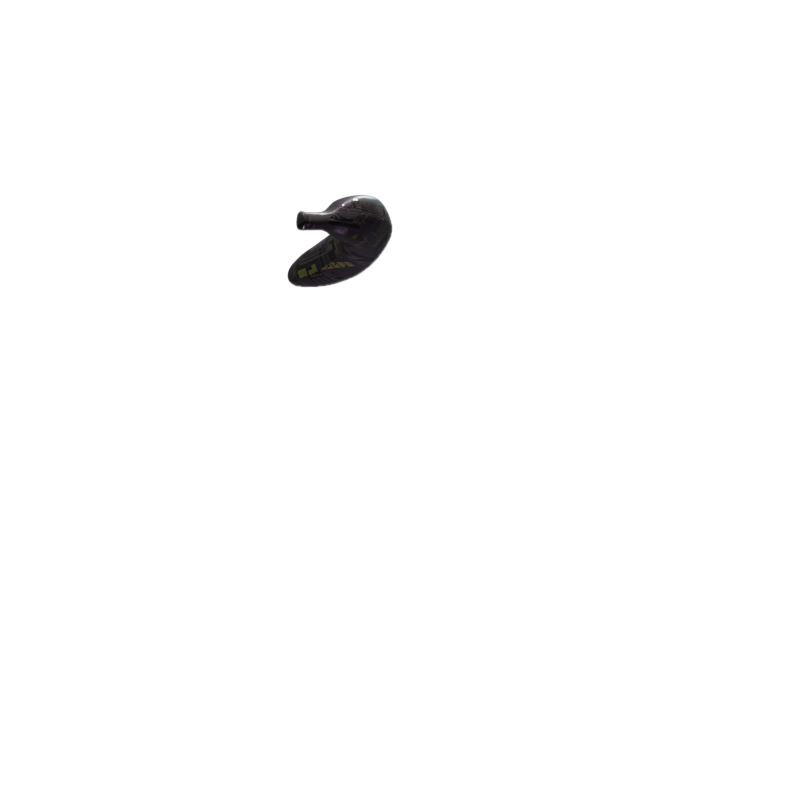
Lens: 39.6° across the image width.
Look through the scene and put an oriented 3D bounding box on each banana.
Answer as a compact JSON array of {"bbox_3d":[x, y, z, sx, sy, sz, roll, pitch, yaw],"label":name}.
[{"bbox_3d":[-0.043,-0.113,0.789,0.069,0.038,0.194,1,-7,-7],"label":"banana"}]
